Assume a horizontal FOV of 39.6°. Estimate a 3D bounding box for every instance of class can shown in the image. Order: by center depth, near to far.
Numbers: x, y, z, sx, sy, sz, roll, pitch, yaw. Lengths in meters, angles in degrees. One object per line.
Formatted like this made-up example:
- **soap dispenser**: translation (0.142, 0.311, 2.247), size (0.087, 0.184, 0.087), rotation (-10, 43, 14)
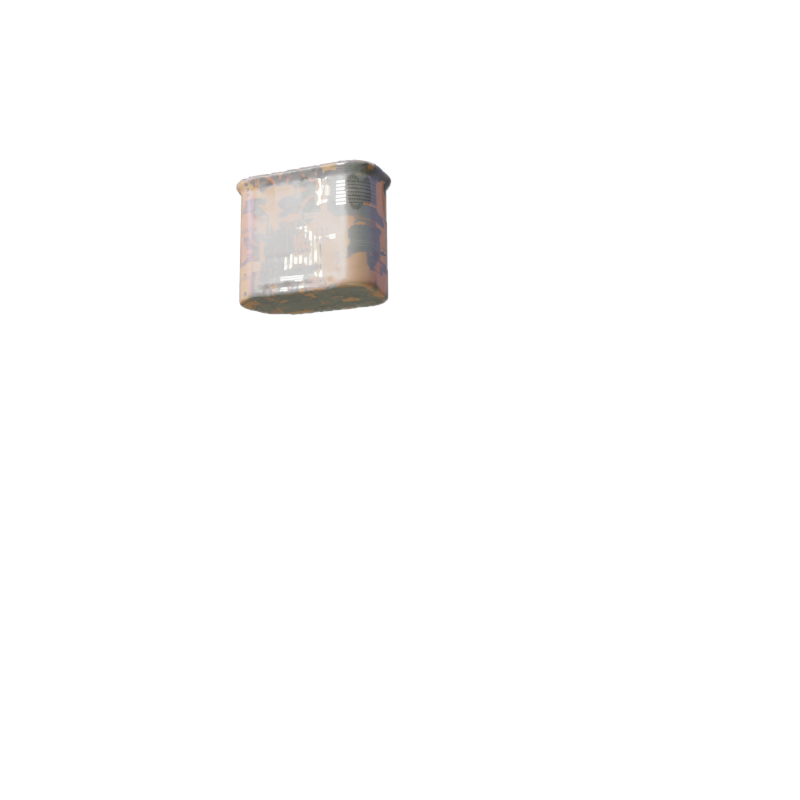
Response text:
- **can**: translation (-0.057, -0.104, 0.731), size (0.104, 0.087, 0.054), rotation (-6, -16, 22)
